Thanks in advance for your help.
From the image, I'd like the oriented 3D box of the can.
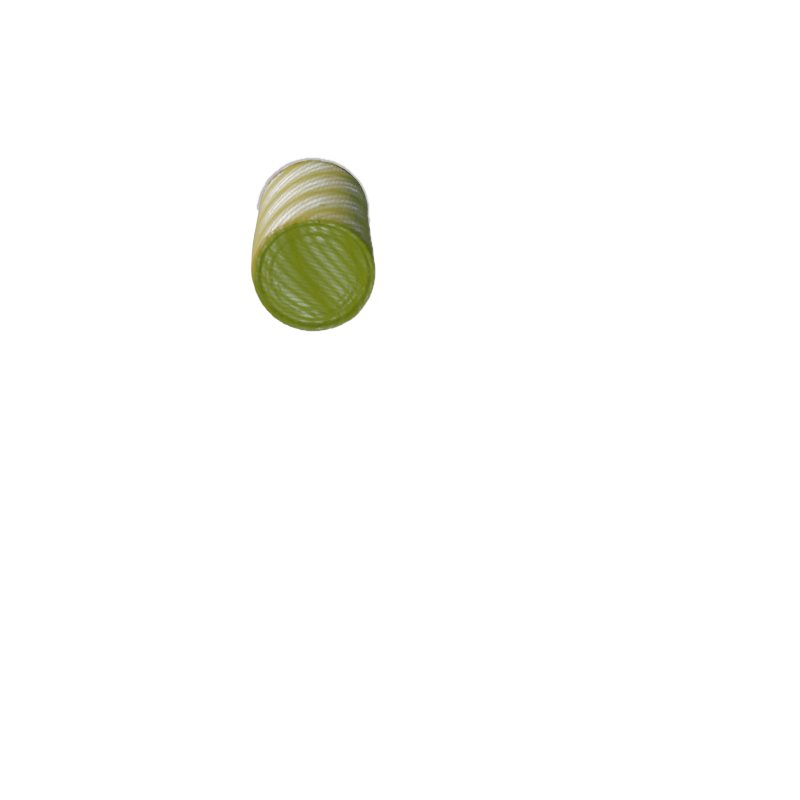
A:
[{"bbox_3d":[-0.050,-0.091,0.636,0.068,0.065,0.108,0,27,-3],"label":"can"}]
